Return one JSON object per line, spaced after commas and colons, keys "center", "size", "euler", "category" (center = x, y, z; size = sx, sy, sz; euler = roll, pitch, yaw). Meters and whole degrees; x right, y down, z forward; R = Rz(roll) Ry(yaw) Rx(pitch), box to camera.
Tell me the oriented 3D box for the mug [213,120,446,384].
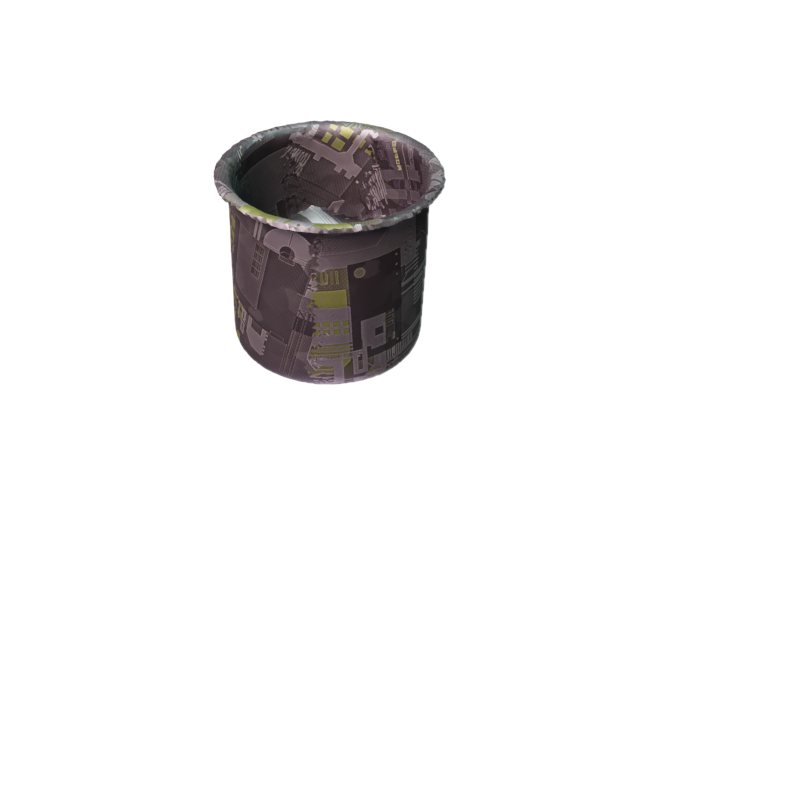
{"center": [-0.037, -0.068, 0.475], "size": [0.092, 0.076, 0.126], "euler": [-21, 42, -28], "category": "mug"}
